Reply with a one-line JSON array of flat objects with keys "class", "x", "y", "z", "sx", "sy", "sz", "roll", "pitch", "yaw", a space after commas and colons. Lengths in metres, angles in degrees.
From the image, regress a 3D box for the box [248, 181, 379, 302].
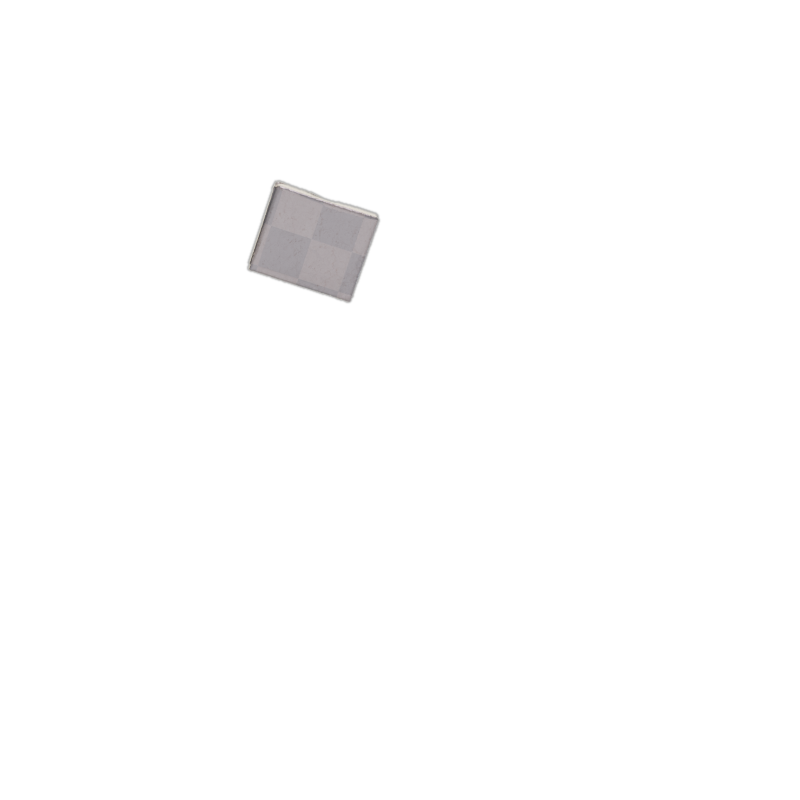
[{"class": "box", "x": -0.070, "y": -0.128, "z": 0.896, "sx": 0.089, "sy": 0.072, "sz": 0.031, "roll": 18, "pitch": 11, "yaw": -4}]
